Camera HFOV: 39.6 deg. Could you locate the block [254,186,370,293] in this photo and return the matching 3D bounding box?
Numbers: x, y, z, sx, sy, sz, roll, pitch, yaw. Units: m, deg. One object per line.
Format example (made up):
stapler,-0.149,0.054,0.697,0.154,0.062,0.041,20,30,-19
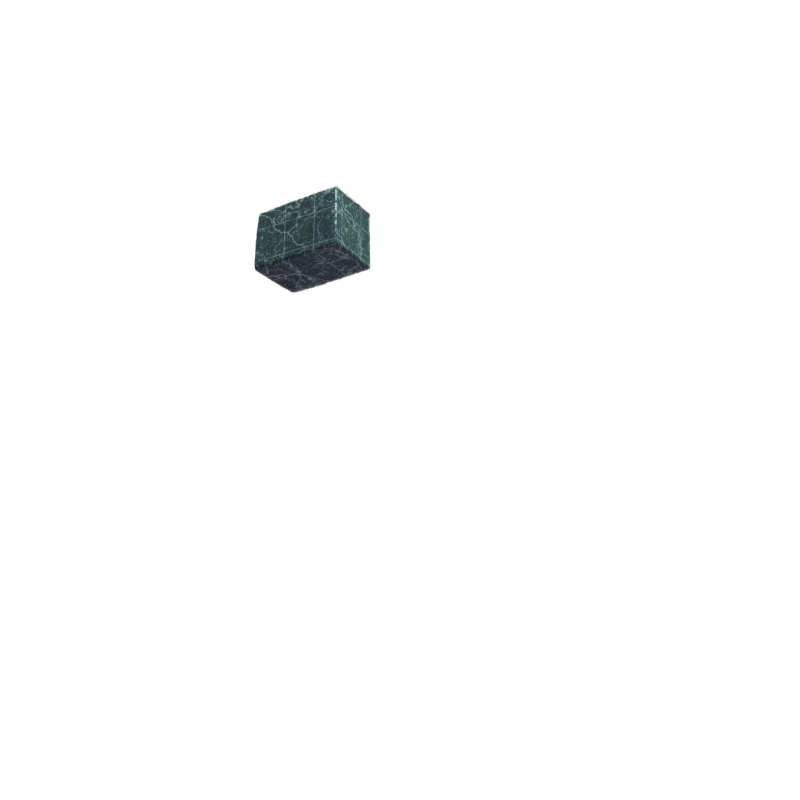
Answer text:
block,-0.069,-0.125,0.877,0.079,0.054,0.049,-15,-29,28
